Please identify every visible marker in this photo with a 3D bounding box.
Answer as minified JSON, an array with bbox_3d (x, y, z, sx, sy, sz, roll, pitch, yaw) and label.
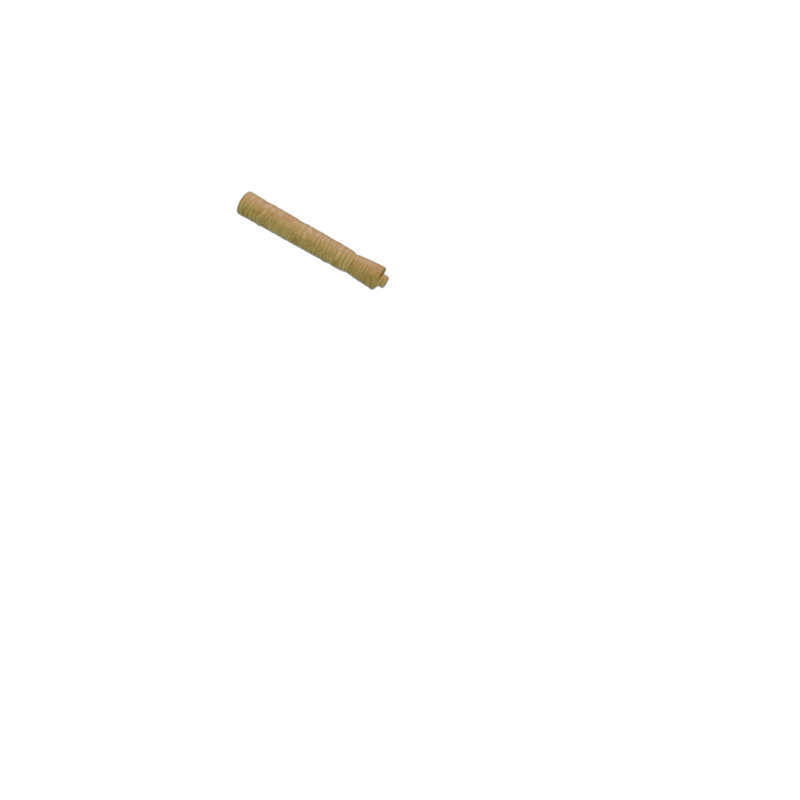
[{"bbox_3d":[-0.062,-0.113,0.792,0.125,0.019,0.019,31,11,14],"label":"marker"}]
